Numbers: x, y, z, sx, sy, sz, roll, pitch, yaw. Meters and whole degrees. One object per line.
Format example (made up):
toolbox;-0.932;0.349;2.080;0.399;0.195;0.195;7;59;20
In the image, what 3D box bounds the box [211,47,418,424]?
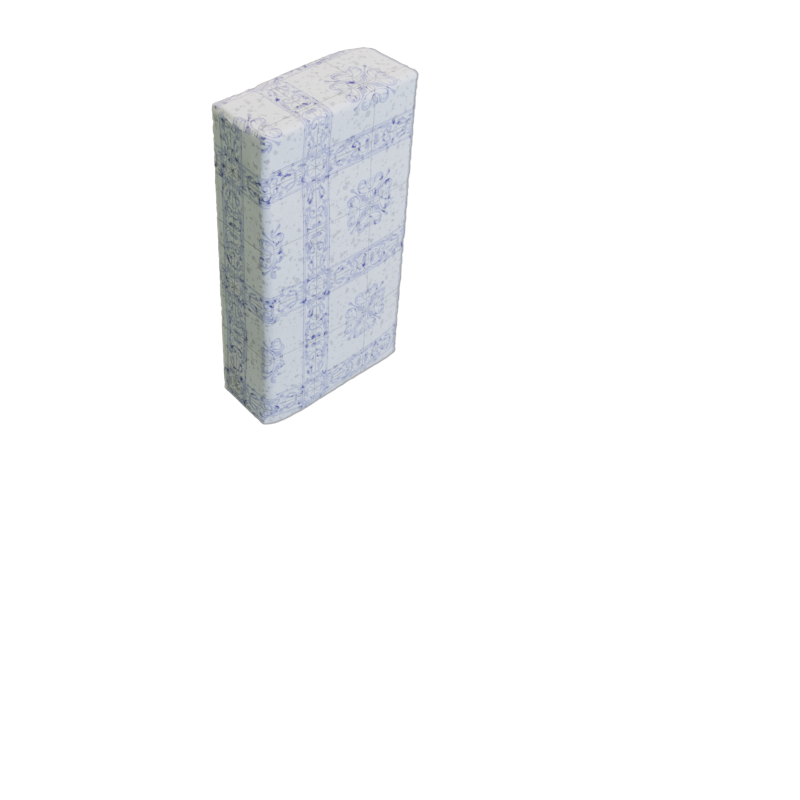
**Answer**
box;-0.043;-0.078;0.543;0.093;0.165;0.051;-30;50;-34
